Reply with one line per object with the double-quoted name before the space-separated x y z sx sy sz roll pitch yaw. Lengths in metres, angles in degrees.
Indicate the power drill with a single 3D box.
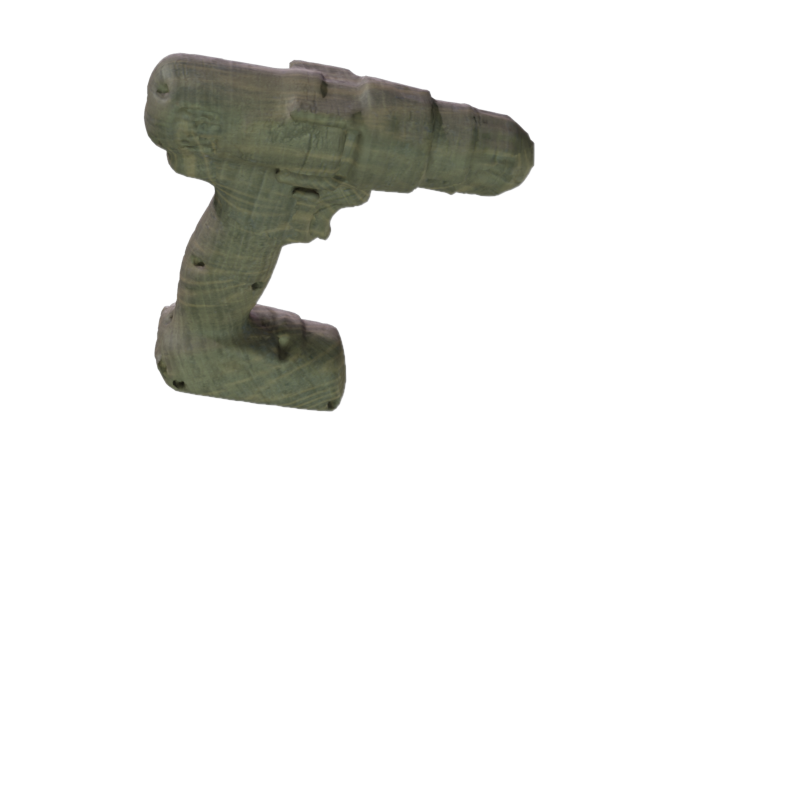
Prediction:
"power drill" -0.044 -0.080 0.557 0.182 0.178 0.061 10 38 -9
